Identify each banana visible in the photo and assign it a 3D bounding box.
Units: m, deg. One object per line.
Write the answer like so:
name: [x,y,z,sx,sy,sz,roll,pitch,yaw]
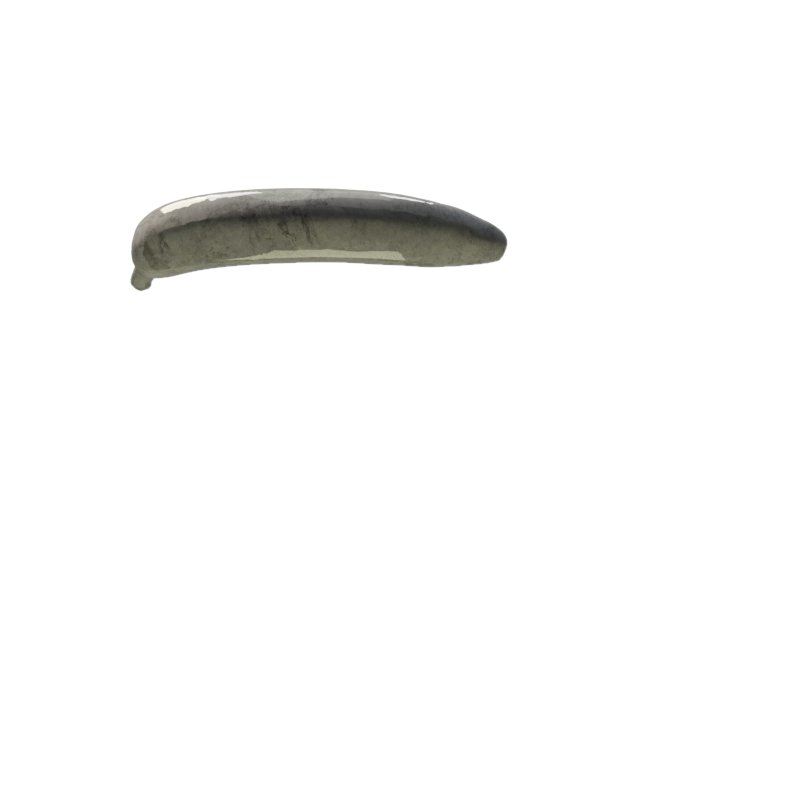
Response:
banana: [-0.051,-0.081,0.538,0.201,0.038,0.067,-1,-7,14]
